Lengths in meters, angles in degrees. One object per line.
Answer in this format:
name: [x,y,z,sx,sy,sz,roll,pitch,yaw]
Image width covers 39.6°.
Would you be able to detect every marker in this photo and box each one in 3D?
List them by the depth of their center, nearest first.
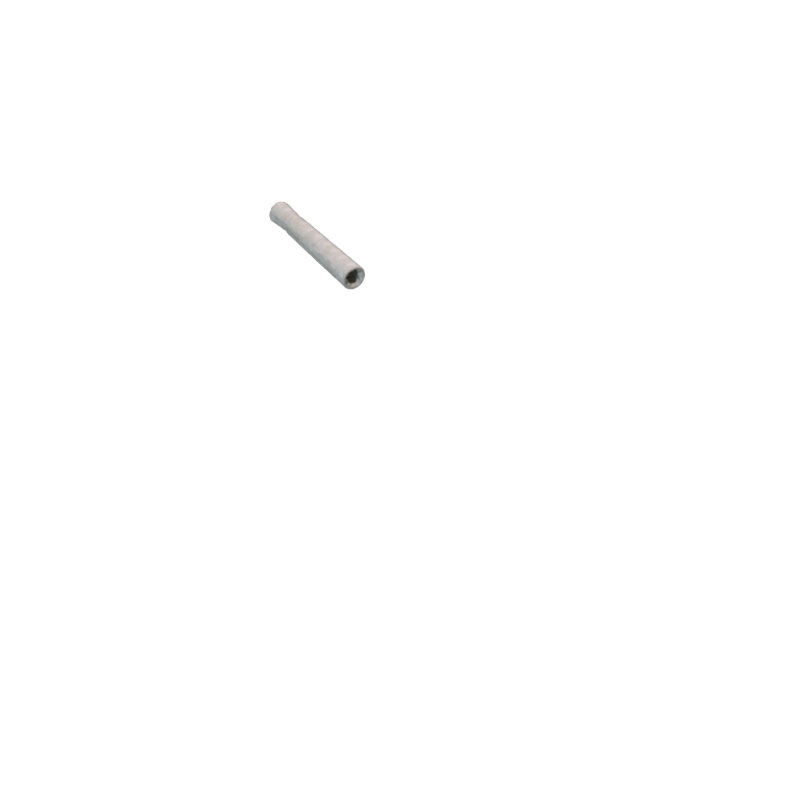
marker: [-0.065,-0.119,0.835,0.019,0.019,0.131,-3,31,-34]
